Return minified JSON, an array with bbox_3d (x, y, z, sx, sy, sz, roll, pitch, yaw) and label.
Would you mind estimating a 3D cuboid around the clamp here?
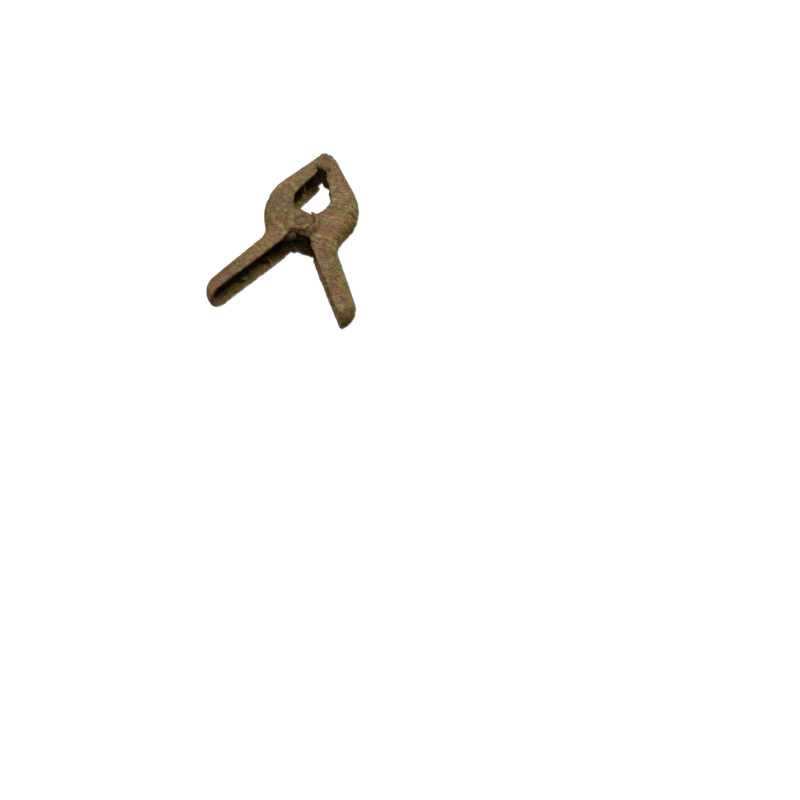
[{"bbox_3d":[-0.071,-0.130,0.908,0.123,0.179,0.037,19,-31,11],"label":"clamp"}]
